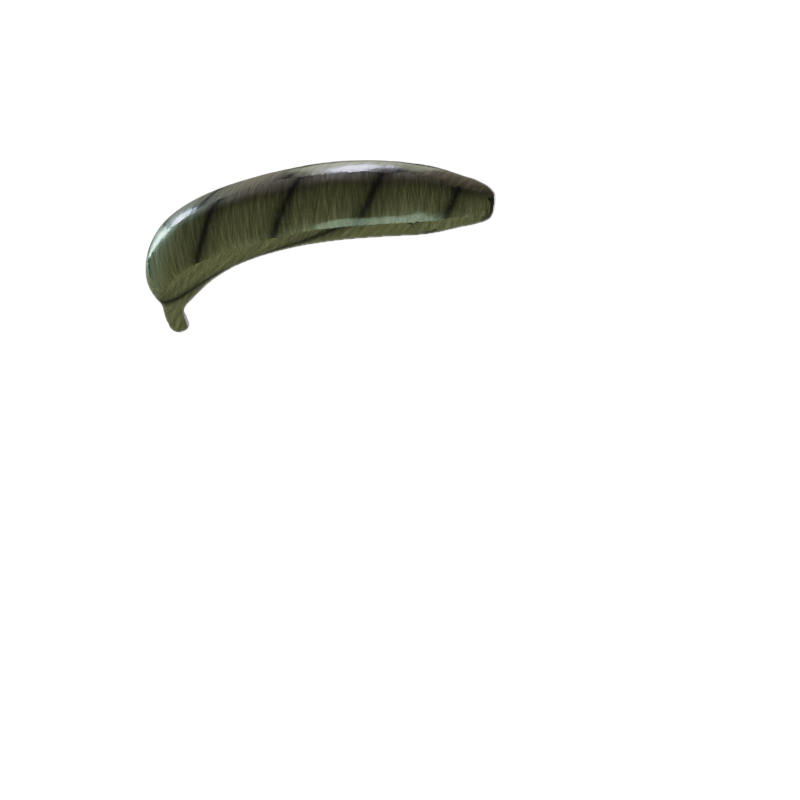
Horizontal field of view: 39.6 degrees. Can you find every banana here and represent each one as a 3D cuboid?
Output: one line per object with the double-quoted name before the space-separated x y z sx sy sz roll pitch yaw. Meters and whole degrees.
"banana" -0.055 -0.082 0.529 0.201 0.039 0.065 -14 -27 31
